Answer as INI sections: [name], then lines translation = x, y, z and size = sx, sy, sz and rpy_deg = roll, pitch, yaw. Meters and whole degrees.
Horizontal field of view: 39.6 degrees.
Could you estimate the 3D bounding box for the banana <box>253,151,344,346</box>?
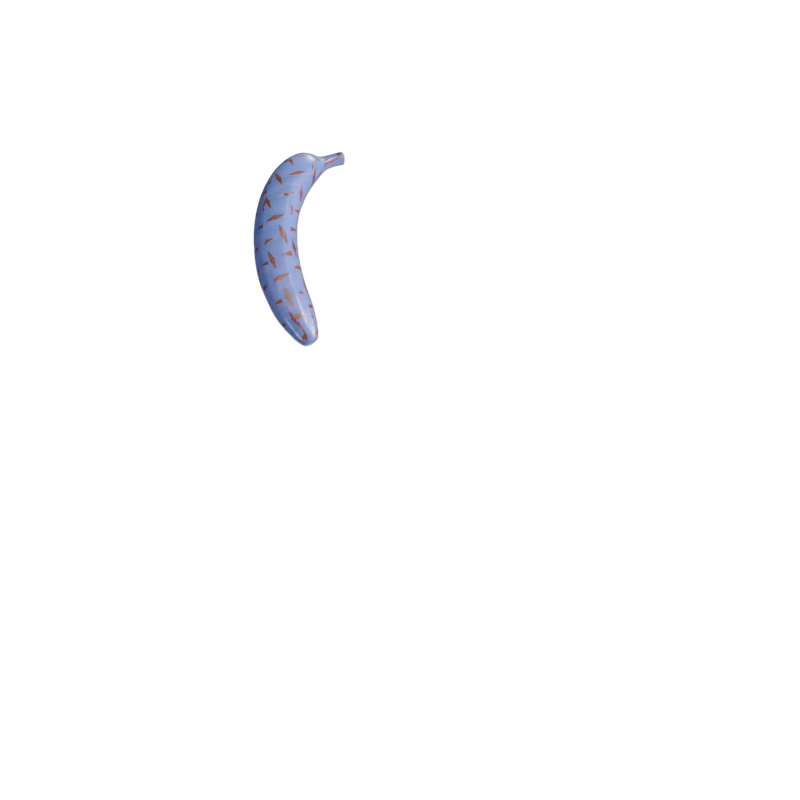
[banana]
translation = -0.092, -0.141, 0.952
size = 0.070, 0.209, 0.035
rpy_deg = 6, -28, 2
